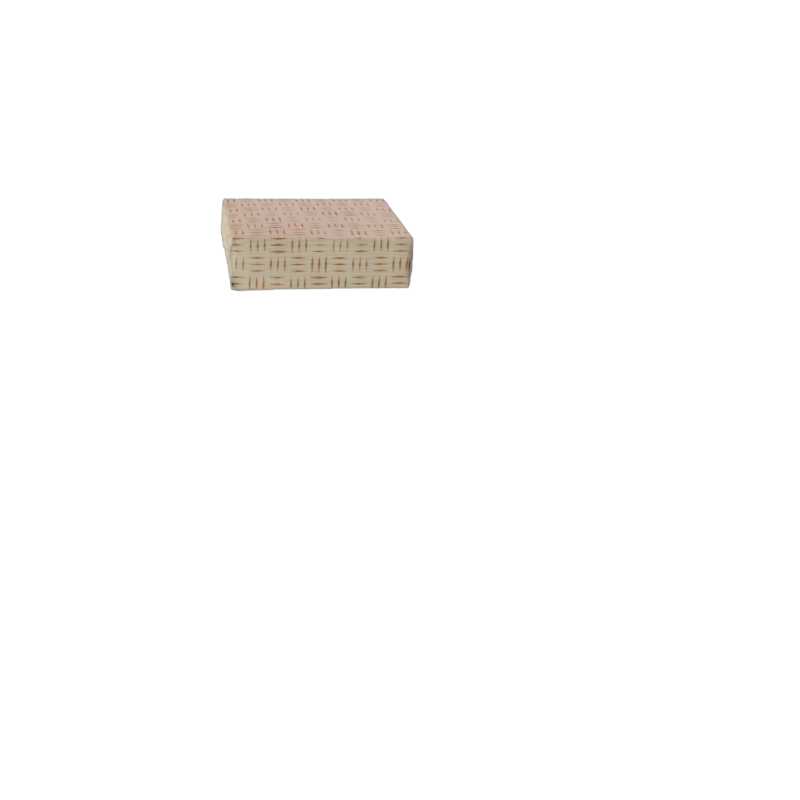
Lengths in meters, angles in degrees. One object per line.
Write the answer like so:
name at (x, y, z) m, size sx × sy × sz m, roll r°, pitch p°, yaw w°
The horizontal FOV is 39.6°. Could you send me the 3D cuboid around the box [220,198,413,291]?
box at (-0.055, -0.100, 0.703) m, size 0.112 × 0.037 × 0.095 m, roll -4°, pitch 23°, yaw -9°
